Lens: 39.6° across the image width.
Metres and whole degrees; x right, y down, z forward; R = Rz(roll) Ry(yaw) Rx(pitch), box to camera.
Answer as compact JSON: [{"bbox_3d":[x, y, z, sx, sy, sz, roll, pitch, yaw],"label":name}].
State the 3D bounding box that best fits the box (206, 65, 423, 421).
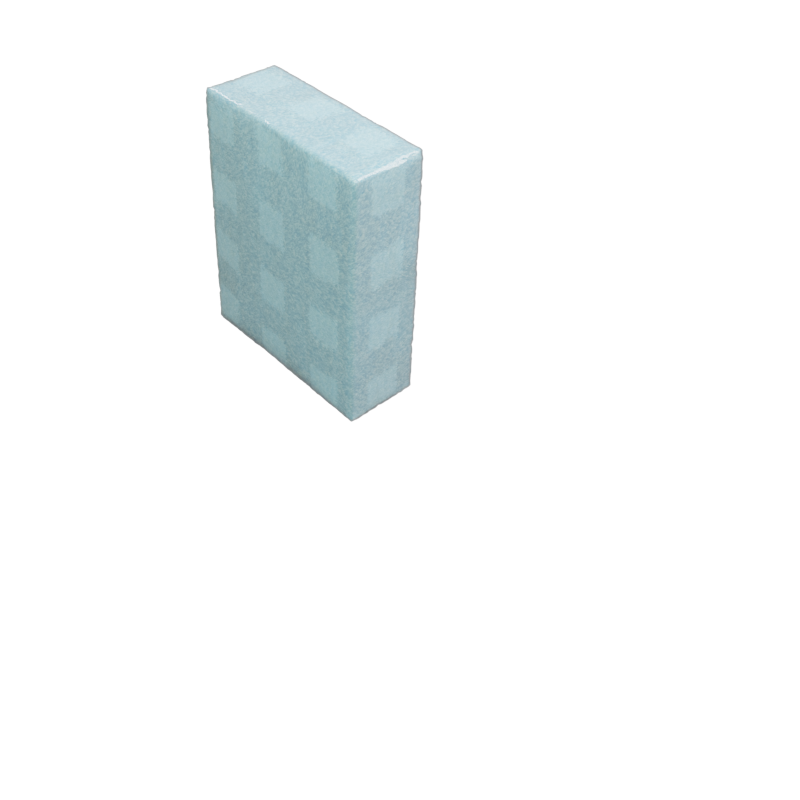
[{"bbox_3d":[-0.064,-0.116,0.815,0.072,0.200,0.176,-27,48,-32],"label":"box"}]
